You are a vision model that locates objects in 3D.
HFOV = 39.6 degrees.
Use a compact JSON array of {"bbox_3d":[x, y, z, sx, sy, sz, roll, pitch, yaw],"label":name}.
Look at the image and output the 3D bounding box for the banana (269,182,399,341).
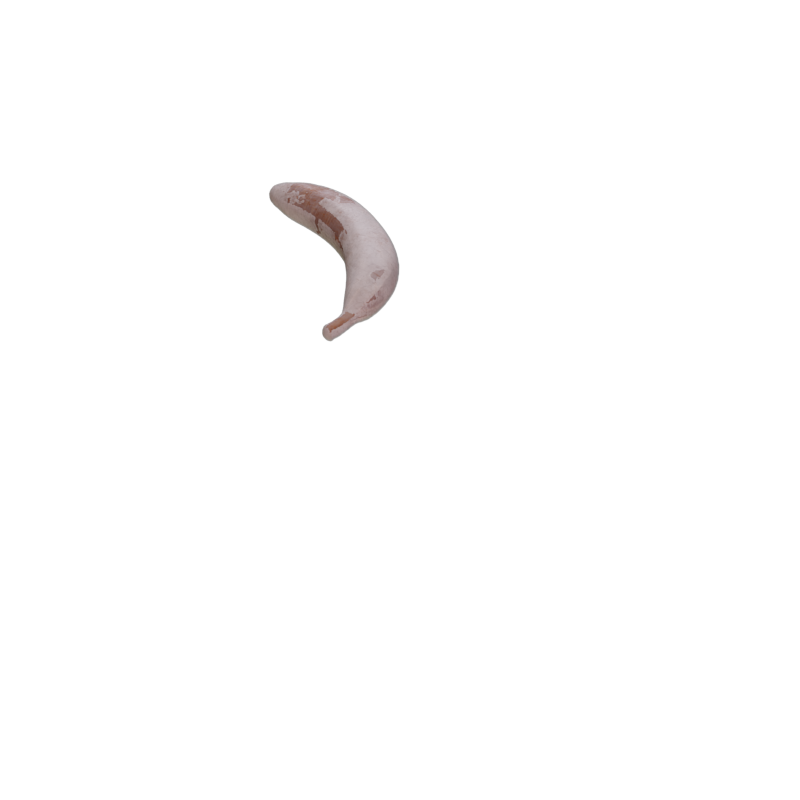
[{"bbox_3d":[-0.044,-0.114,0.800,0.069,0.034,0.213,-8,37,-13],"label":"banana"}]
